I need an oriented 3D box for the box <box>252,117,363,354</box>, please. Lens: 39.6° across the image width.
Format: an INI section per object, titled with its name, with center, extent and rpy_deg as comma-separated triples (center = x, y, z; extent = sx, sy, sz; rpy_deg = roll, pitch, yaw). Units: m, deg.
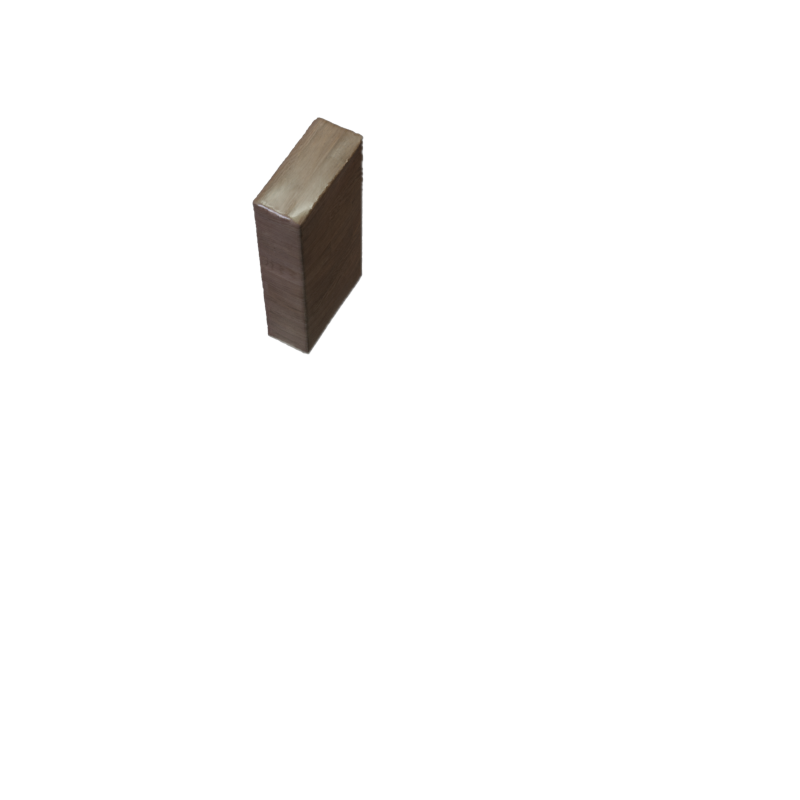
[box]
center = -0.065, -0.119, 0.838
extent = 0.049, 0.096, 0.166
rpy_deg = 26, -27, 10
